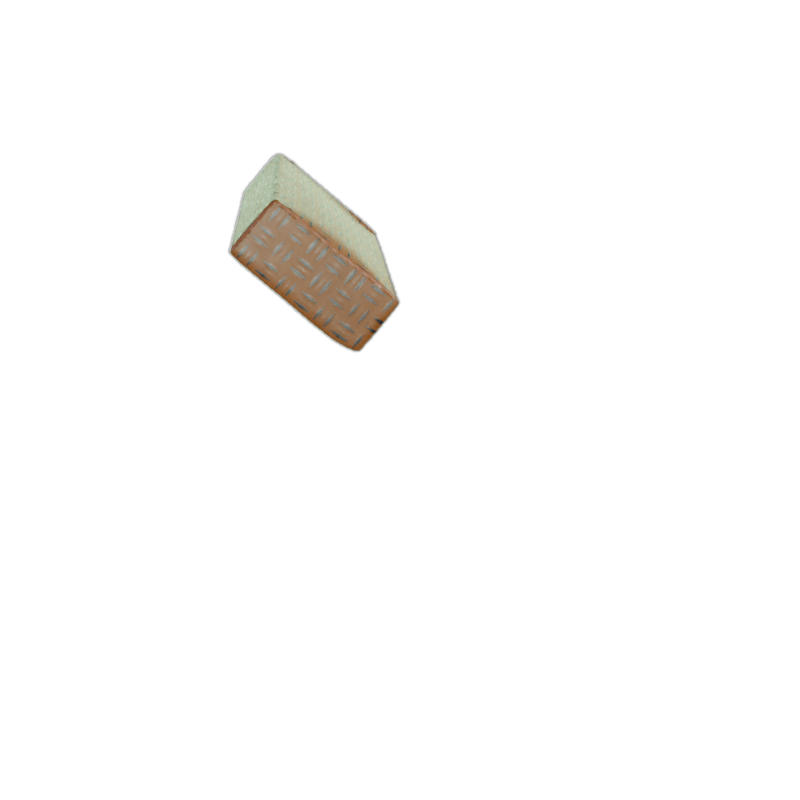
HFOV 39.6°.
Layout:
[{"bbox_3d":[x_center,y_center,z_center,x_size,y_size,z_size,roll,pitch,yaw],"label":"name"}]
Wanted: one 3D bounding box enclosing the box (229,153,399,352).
[{"bbox_3d":[-0.053,-0.098,0.683,0.090,0.047,0.184,38,15,-16],"label":"box"}]
